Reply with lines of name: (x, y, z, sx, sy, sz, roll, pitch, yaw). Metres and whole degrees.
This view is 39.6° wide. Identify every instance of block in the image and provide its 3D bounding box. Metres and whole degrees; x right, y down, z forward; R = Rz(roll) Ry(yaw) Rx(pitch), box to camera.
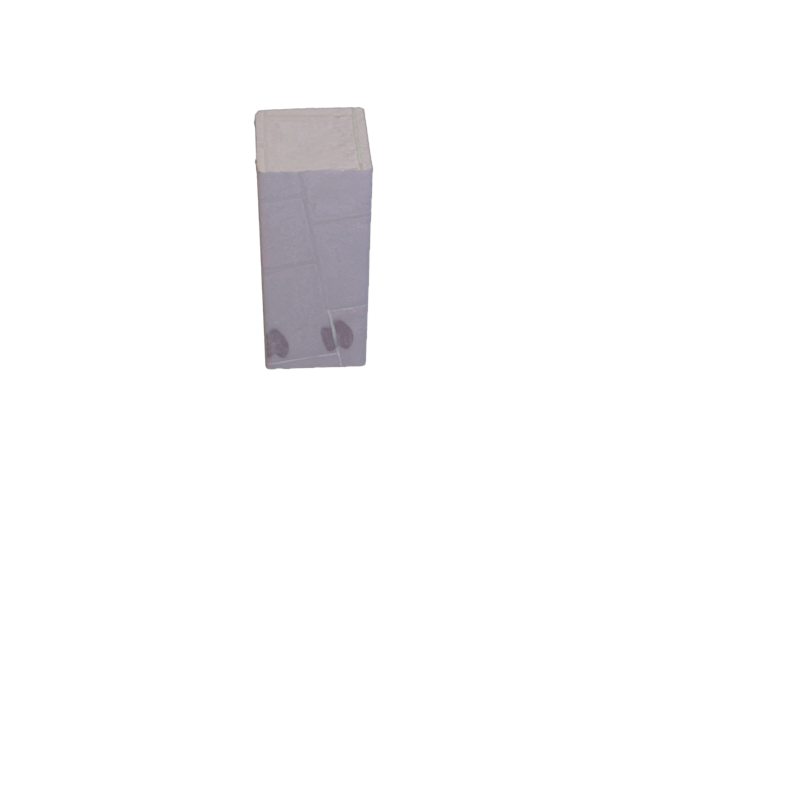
block: (-0.073, -0.132, 0.921, 0.090, 0.192, 0.098, -2, 43, -5)
